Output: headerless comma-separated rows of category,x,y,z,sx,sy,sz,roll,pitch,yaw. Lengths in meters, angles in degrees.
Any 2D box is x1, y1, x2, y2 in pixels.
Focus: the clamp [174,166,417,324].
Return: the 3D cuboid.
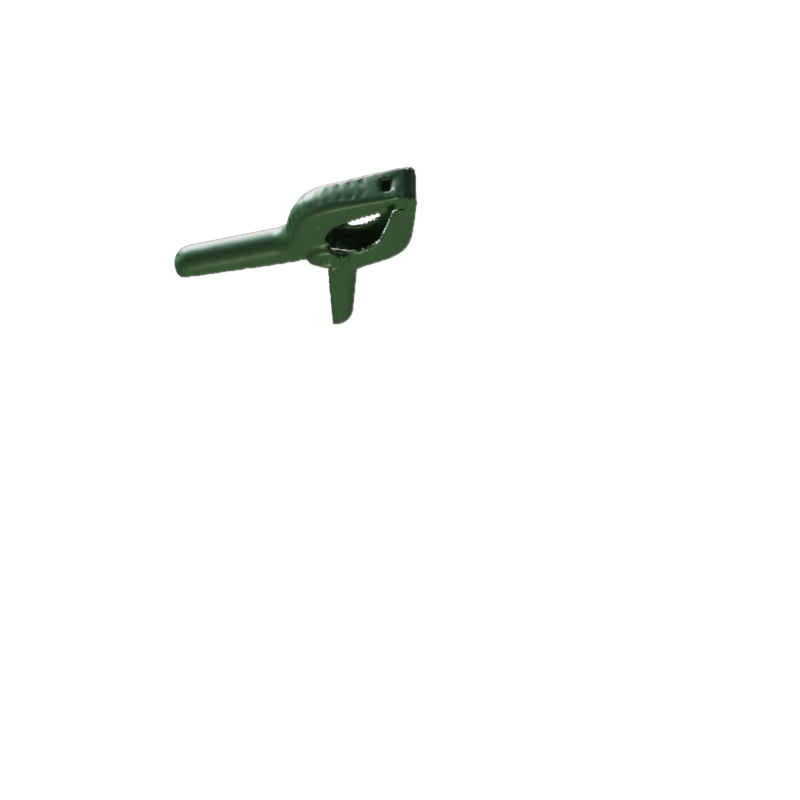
clamp,-0.066,-0.120,0.840,0.158,0.038,0.207,13,-26,-27
